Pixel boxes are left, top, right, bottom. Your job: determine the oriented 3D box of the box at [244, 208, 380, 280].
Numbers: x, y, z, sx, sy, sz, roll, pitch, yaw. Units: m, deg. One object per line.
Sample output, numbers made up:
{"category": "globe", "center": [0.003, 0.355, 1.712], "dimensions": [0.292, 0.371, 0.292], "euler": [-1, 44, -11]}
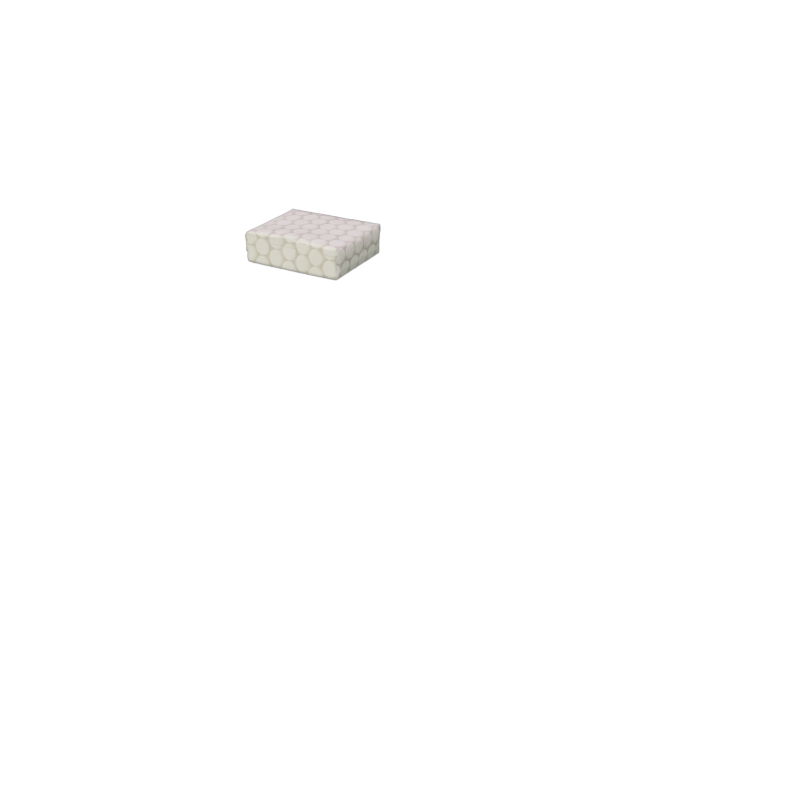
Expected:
{"category": "box", "center": [-0.072, -0.131, 0.917], "dimensions": [0.093, 0.029, 0.074], "euler": [14, 29, 26]}
